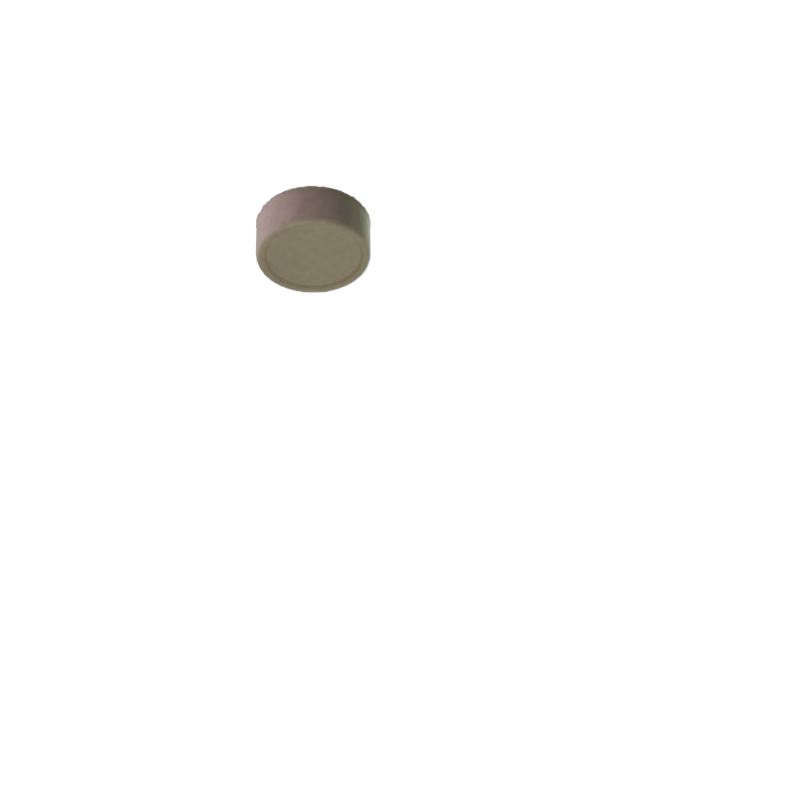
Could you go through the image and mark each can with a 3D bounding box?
[{"bbox_3d":[-0.064,-0.117,0.819,0.086,0.036,0.080,1,-36,-2],"label":"can"}]
